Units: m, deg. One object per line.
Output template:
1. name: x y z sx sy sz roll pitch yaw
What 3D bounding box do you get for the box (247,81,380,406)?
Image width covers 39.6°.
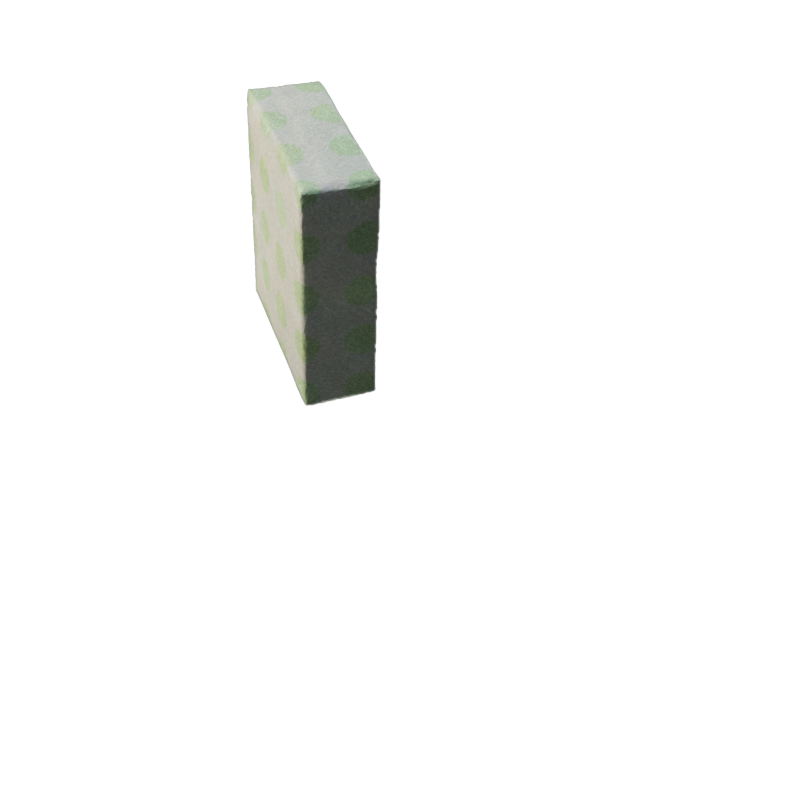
1. box: -0.072 -0.131 0.915 0.071 0.200 0.178 -10 42 -16
